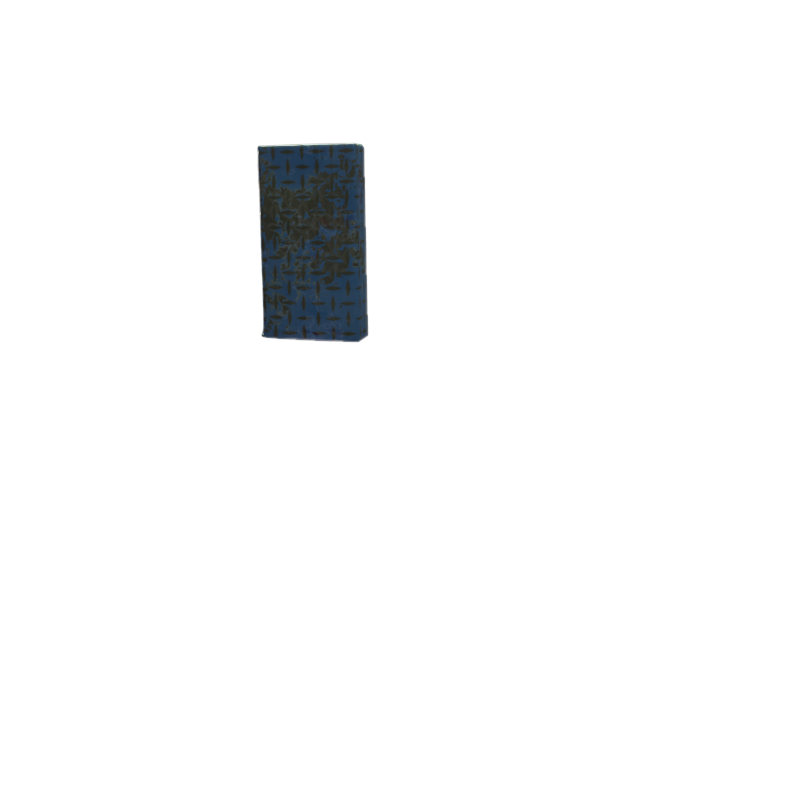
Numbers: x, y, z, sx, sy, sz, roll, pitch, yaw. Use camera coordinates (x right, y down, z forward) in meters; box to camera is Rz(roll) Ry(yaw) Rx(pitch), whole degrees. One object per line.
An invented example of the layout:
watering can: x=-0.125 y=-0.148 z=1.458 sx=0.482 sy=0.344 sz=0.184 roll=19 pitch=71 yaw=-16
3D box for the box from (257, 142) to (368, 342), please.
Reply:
box: x=-0.078 y=-0.143 z=1.000 sx=0.095 sy=0.175 sz=0.047 roll=1 pitch=3 yaw=15
